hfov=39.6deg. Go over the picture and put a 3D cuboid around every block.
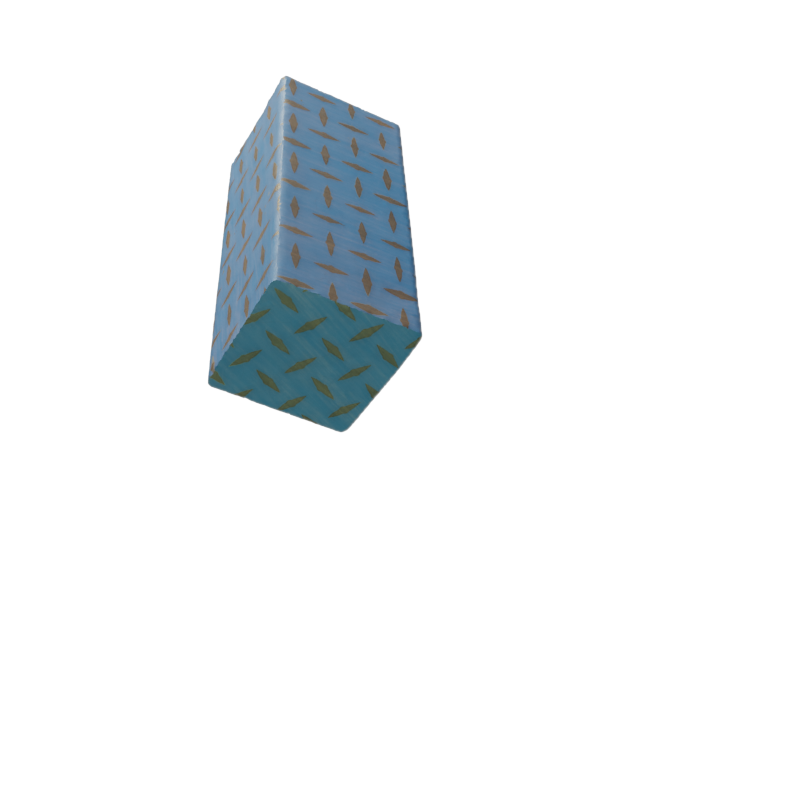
[{"bbox_3d":[-0.053,-0.096,0.678,0.087,0.221,0.087,20,-51,-21],"label":"block"}]
